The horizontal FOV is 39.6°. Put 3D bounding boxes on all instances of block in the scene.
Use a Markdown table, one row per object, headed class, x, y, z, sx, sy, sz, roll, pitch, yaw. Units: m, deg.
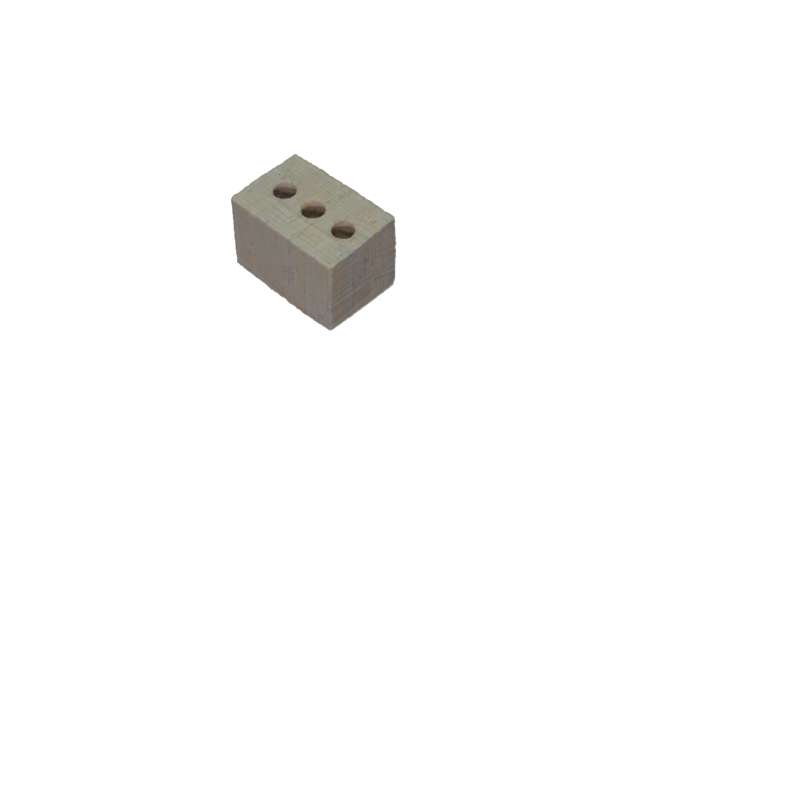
| class | x | y | z | sx | sy | sz | roll | pitch | yaw |
| --- | --- | --- | --- | --- | --- | --- | --- | --- | --- |
| block | -0.048 | -0.087 | 0.608 | 0.083 | 0.048 | 0.053 | 35 | 57 | 26 |
